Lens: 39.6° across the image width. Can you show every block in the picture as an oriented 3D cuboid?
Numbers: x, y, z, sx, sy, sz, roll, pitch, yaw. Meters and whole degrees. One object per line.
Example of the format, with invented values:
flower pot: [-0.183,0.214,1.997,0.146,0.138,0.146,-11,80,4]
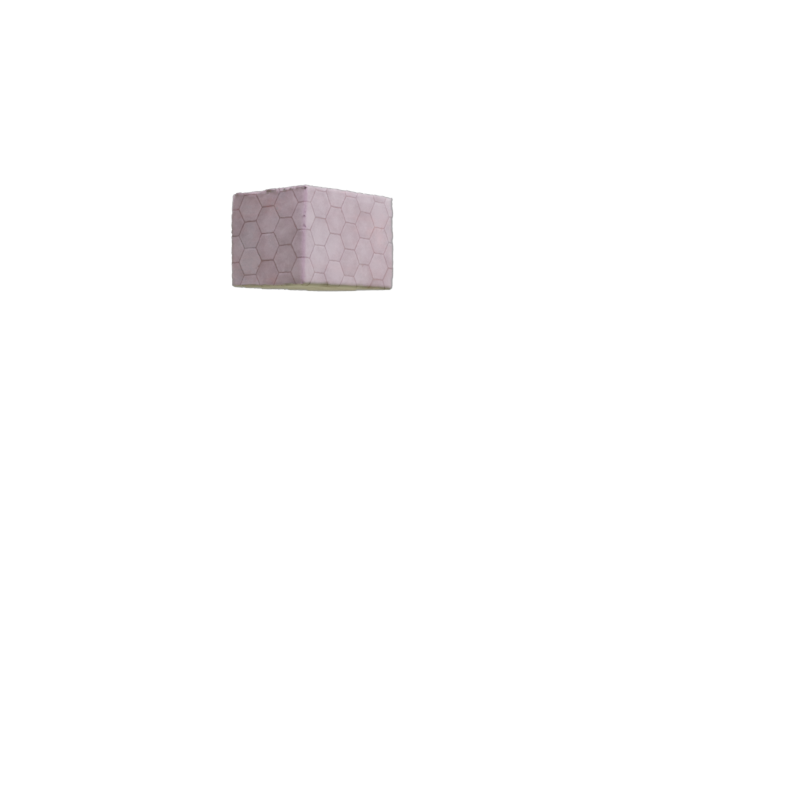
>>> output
block: [-0.047,-0.085,0.597,0.055,0.052,0.075,0,1,37]
